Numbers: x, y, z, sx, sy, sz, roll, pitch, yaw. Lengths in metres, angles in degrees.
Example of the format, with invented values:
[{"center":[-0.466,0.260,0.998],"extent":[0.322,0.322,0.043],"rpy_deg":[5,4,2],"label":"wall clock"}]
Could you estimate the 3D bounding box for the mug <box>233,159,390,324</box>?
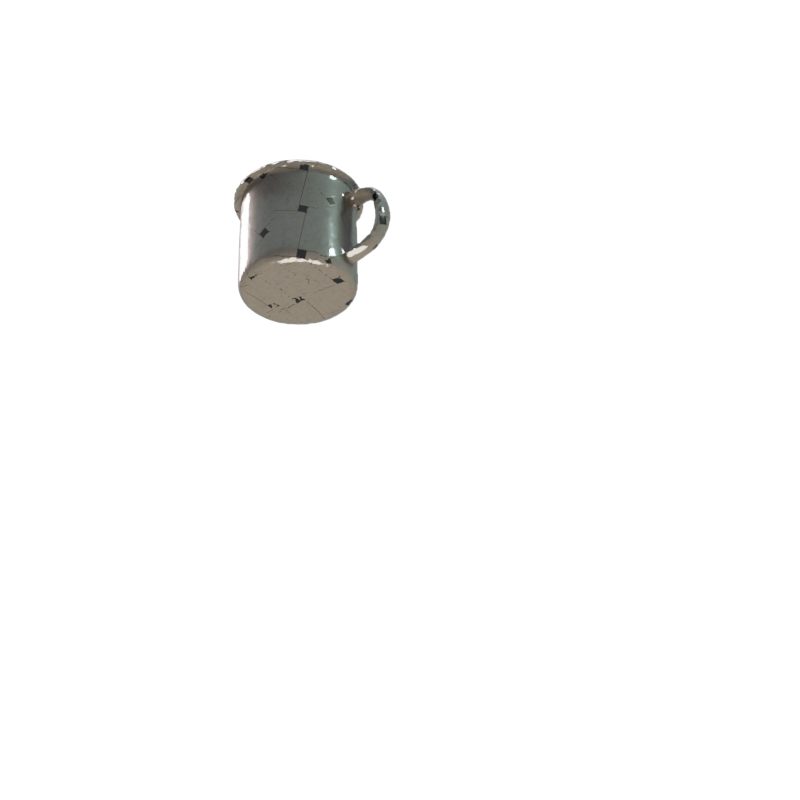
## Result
[{"center":[-0.060,-0.109,0.764],"extent":[0.118,0.087,0.086],"rpy_deg":[-16,-37,21],"label":"mug"}]
